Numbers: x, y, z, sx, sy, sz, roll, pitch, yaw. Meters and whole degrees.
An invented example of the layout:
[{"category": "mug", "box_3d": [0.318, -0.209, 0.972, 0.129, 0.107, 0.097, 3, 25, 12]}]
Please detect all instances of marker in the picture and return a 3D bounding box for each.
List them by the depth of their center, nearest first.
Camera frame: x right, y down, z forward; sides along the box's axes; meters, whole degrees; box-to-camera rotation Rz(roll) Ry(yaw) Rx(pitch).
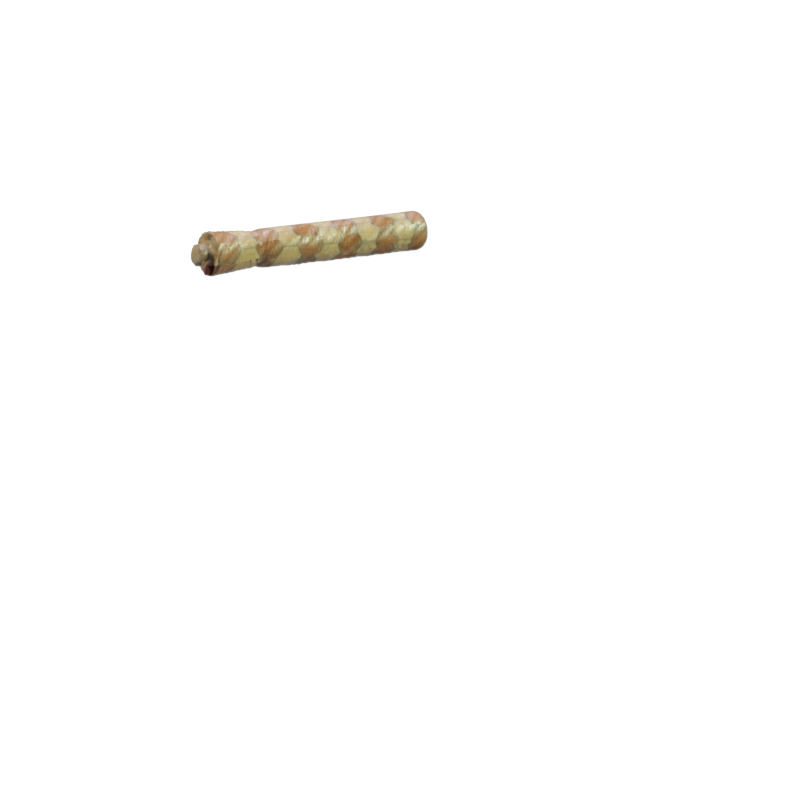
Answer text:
[{"category": "marker", "box_3d": [-0.039, -0.070, 0.492, 0.118, 0.019, 0.021, -13, 11, -37]}]
